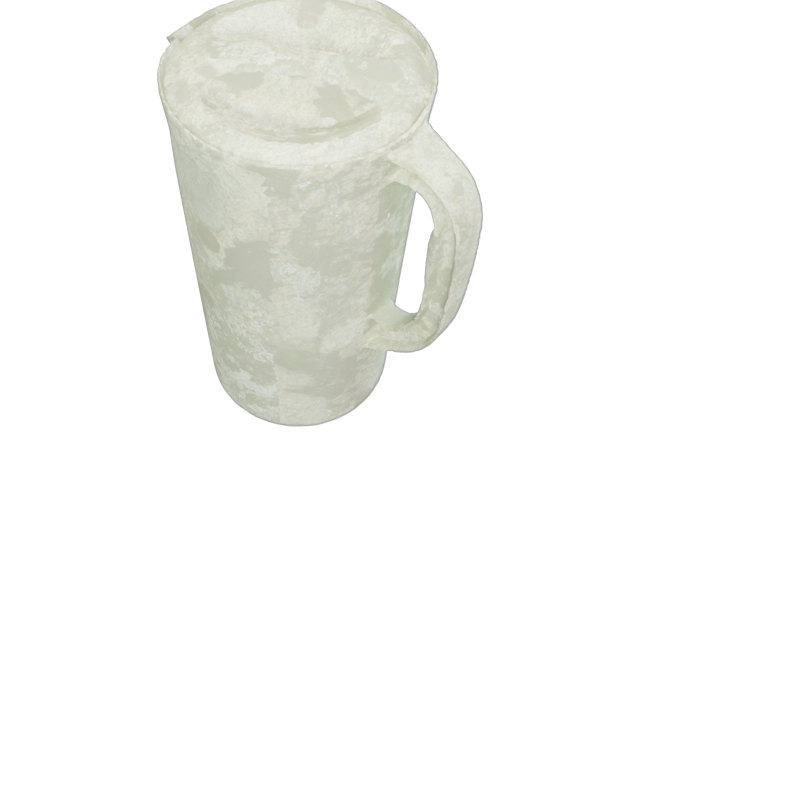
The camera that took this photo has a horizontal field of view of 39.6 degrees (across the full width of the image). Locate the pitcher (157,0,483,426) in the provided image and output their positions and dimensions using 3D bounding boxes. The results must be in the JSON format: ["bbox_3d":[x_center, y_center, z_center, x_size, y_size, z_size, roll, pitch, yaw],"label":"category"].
[{"bbox_3d":[-0.047,-0.086,0.603,0.144,0.161,0.227,-4,-37,-7],"label":"pitcher"}]
